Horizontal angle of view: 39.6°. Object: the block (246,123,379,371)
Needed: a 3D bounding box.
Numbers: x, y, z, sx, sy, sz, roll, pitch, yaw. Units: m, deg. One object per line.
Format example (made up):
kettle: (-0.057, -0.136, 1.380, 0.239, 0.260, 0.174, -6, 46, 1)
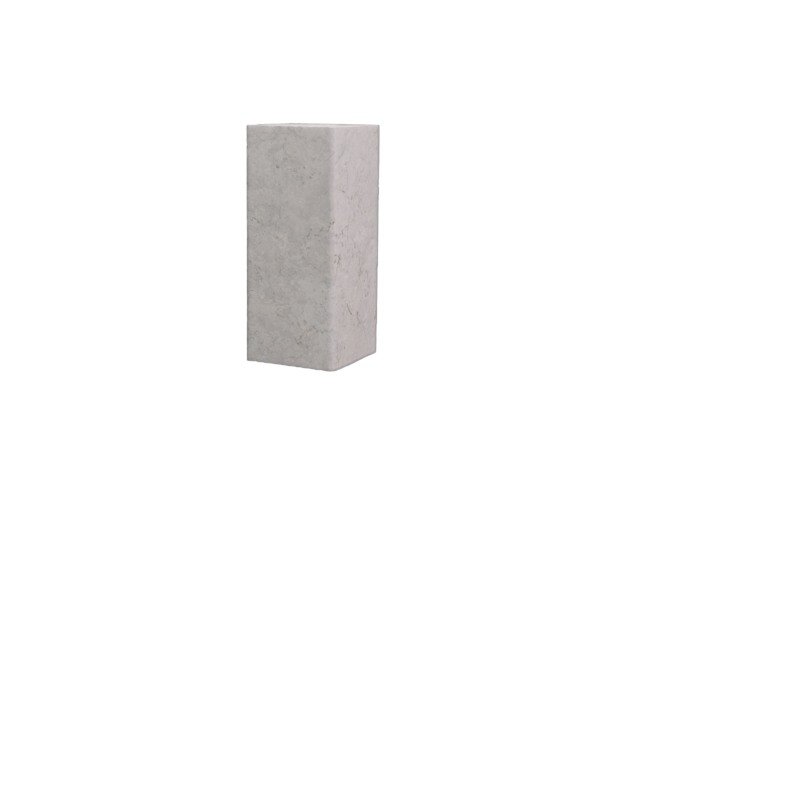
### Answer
block: (-0.076, -0.140, 0.977, 0.094, 0.202, 0.089, 5, 10, 26)
